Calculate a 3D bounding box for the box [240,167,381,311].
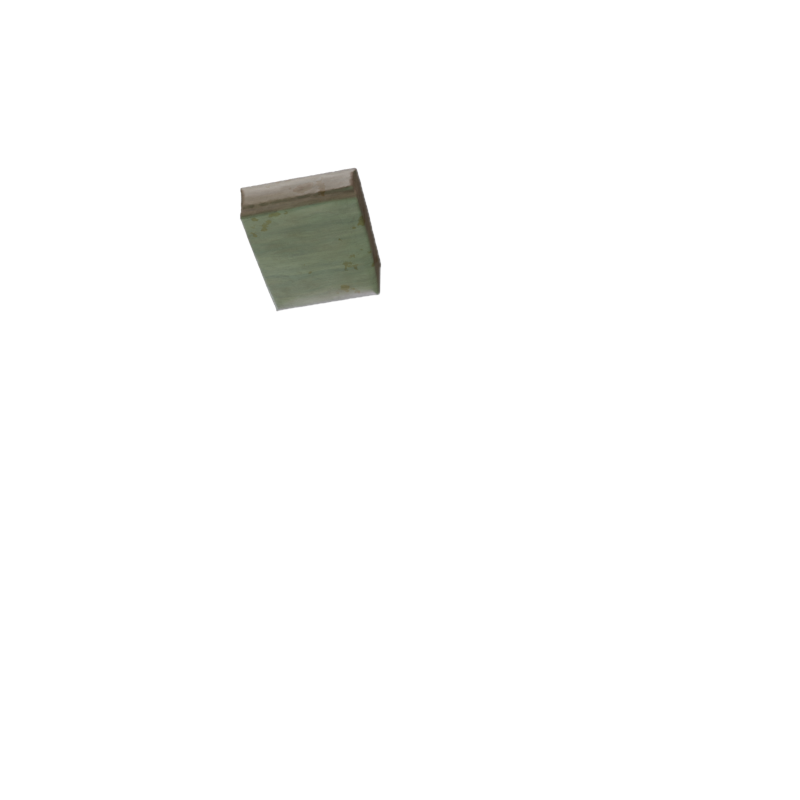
[{"bbox_3d":[-0.067,-0.122,0.853,0.090,0.042,0.105,-7,-42,7],"label":"box"}]
